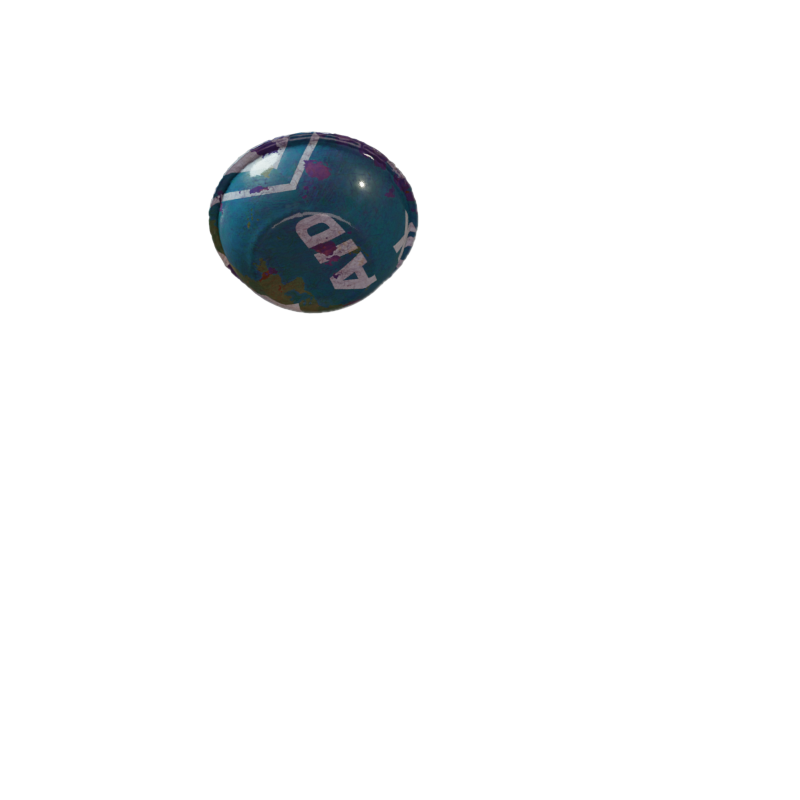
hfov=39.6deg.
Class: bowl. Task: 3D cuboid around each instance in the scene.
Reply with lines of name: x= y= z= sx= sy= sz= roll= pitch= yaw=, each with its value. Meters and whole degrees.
bowl: x=-0.065 y=-0.119 z=0.836 sx=0.162 sy=0.151 sz=0.059 roll=1 pitch=38 yaw=-1
